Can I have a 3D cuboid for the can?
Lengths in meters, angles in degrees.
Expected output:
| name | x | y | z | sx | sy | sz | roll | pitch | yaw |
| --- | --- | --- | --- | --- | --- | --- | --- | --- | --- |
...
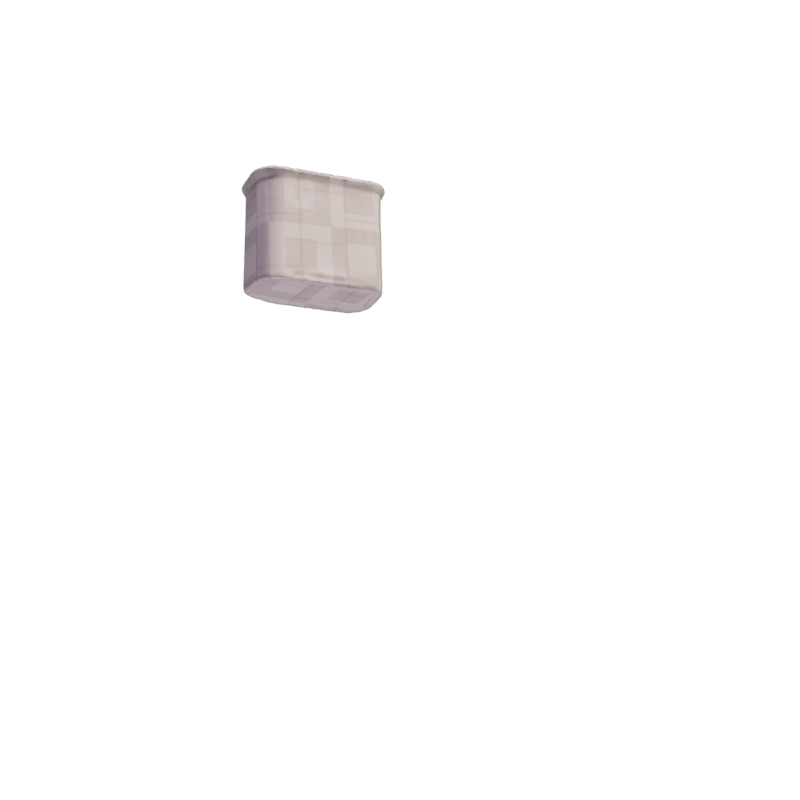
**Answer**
| name | x | y | z | sx | sy | sz | roll | pitch | yaw |
| --- | --- | --- | --- | --- | --- | --- | --- | --- | --- |
| can | -0.062 | -0.113 | 0.794 | 0.099 | 0.088 | 0.056 | 7 | -22 | -21 |
